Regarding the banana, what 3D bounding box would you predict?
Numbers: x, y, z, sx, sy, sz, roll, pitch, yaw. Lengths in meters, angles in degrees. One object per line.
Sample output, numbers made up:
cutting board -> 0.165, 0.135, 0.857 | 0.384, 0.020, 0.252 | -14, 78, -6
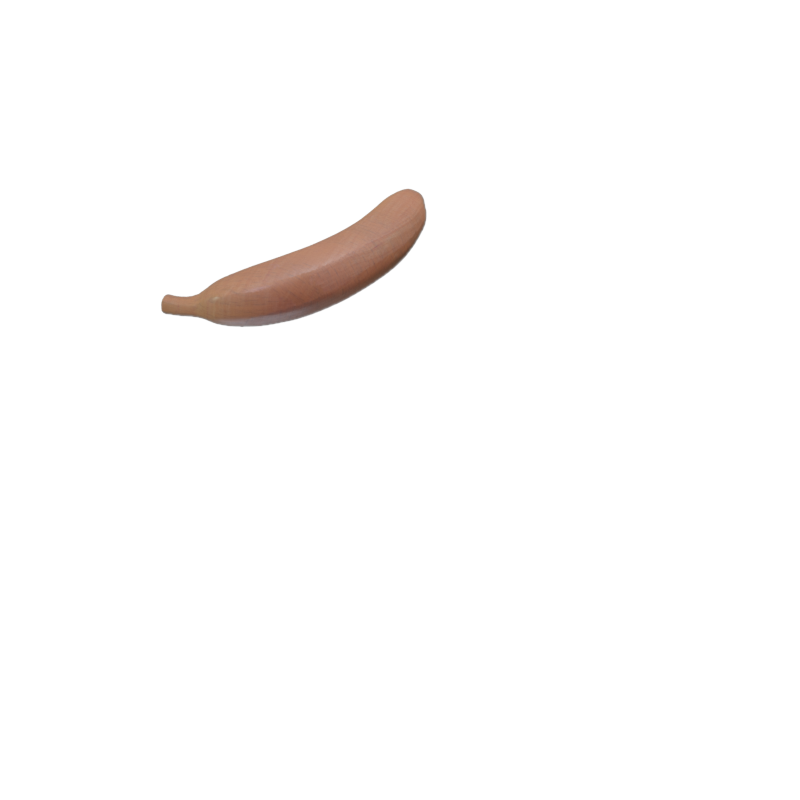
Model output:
banana -> -0.044, -0.086, 0.665 | 0.197, 0.034, 0.075 | -27, 44, -32
